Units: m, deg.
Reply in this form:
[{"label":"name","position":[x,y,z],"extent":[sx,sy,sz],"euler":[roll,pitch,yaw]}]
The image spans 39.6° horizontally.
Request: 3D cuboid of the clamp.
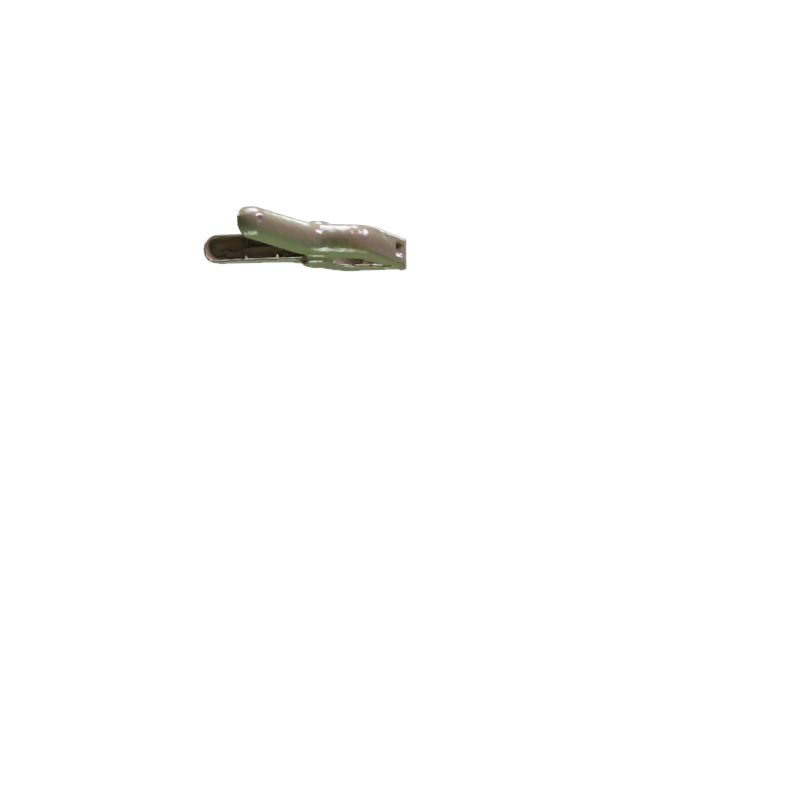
[{"label":"clamp","position":[-0.071,-0.130,0.912],"extent":[0.169,0.040,0.121],"euler":[0,0,-12]}]
